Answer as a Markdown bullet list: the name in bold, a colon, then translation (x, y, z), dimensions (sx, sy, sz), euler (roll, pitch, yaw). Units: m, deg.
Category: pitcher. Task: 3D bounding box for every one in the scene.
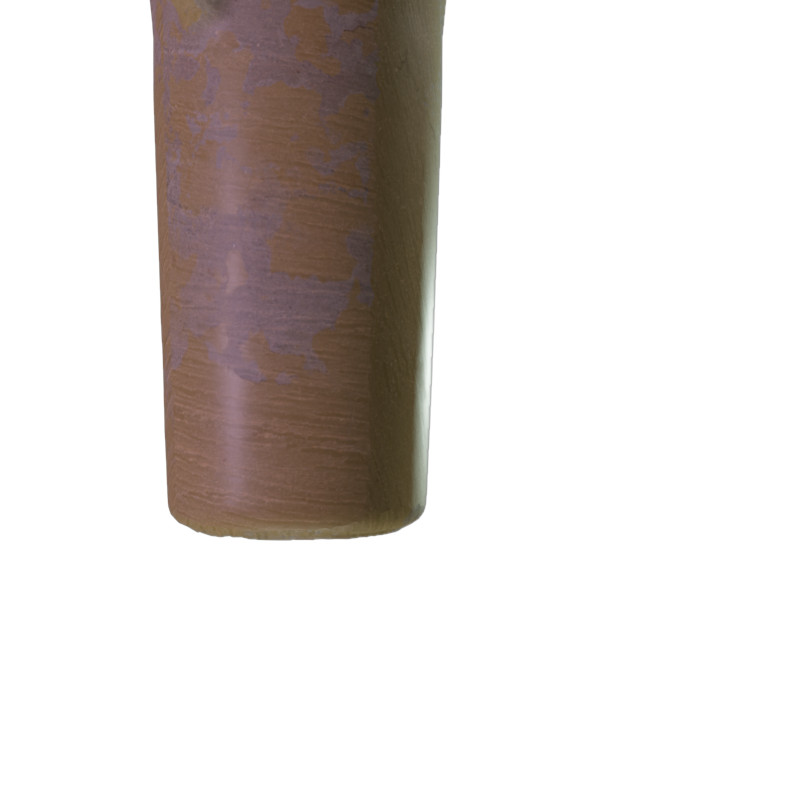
- **pitcher**: translation (-0.038, -0.070, 0.487), dimensions (0.147, 0.247, 0.145), euler (1, -6, -13)
